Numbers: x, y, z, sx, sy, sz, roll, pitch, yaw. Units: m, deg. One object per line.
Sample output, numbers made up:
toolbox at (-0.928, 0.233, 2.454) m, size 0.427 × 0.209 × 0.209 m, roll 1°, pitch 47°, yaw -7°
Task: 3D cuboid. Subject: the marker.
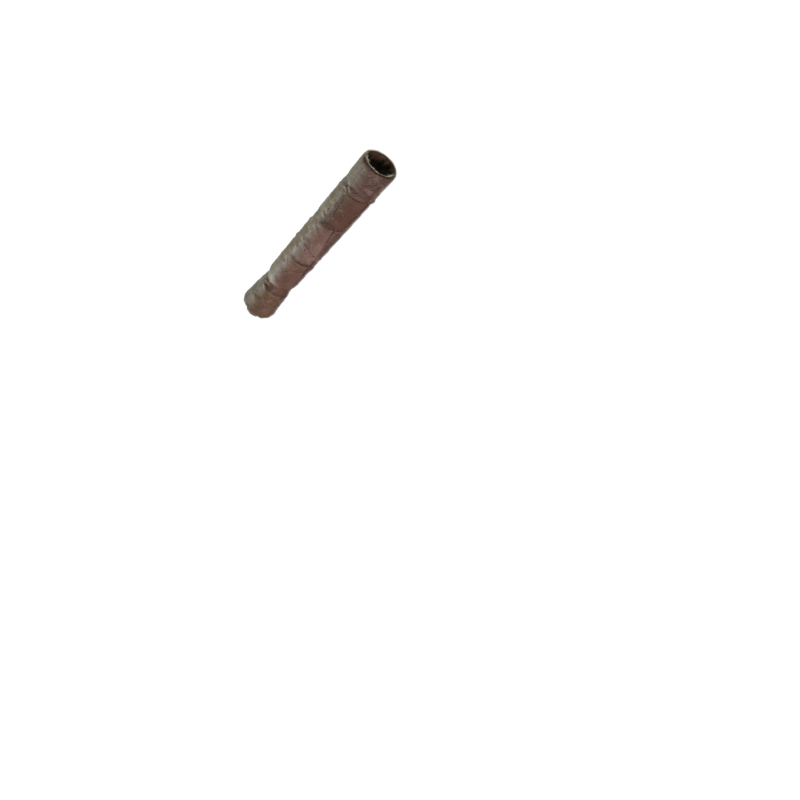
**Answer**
marker at (-0.043, -0.078, 0.549) m, size 0.019 × 0.021 × 0.118 m, roll -2°, pitch -30°, yaw -44°
